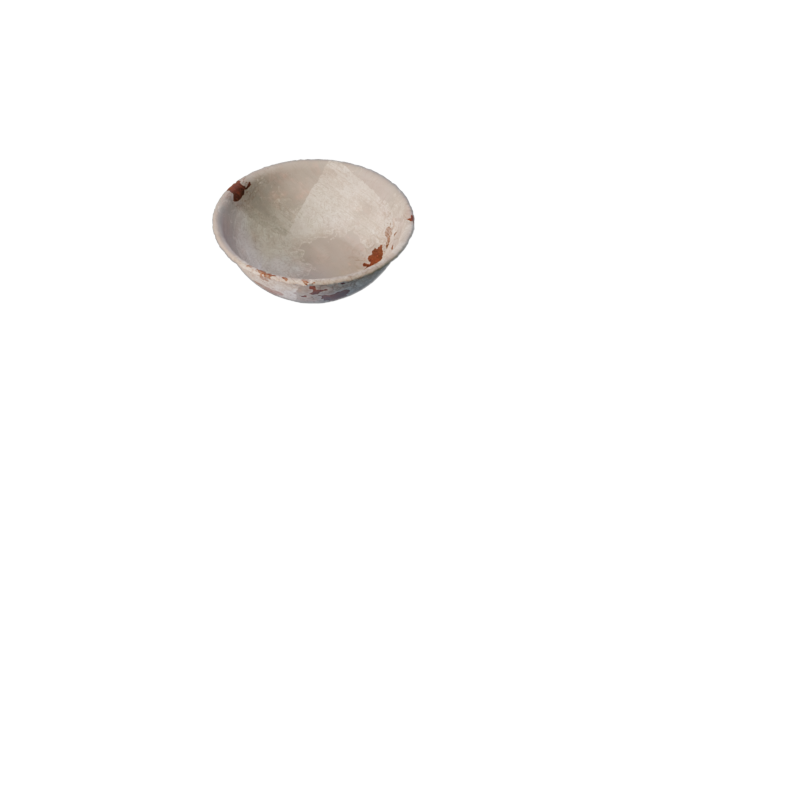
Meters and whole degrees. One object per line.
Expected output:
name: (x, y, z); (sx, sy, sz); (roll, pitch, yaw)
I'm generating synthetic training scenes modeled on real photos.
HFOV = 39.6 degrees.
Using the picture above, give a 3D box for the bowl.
bowl: (-0.070, -0.129, 0.900); (0.162, 0.051, 0.174); (-1, 44, -1)
